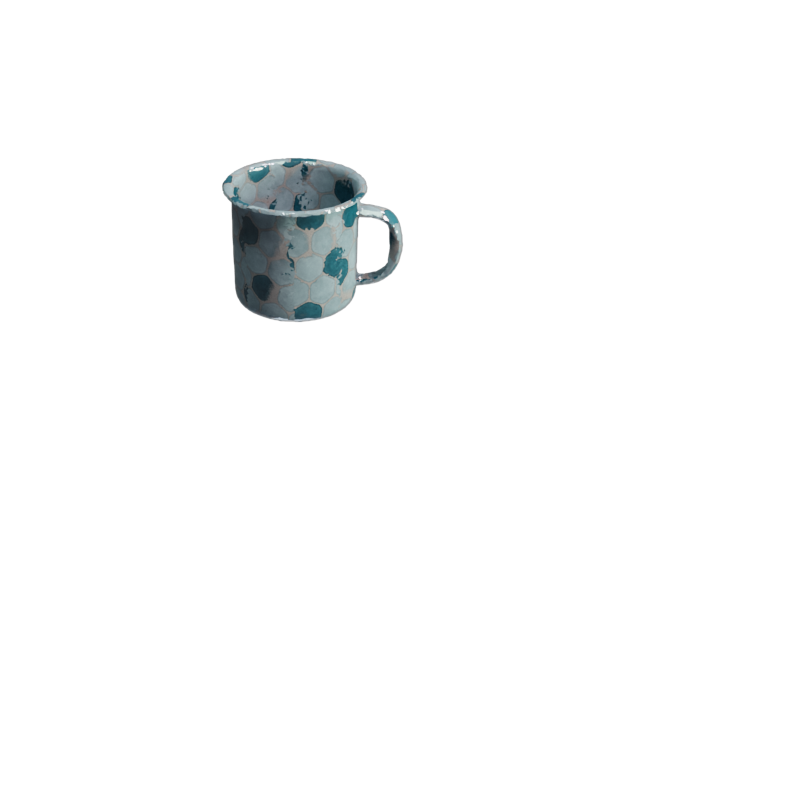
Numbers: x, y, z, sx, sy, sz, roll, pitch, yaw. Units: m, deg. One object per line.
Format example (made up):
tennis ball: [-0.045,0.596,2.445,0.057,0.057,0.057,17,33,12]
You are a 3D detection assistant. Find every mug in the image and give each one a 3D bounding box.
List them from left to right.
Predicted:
mug: [-0.057,-0.104,0.726,0.118,0.077,0.098,3,30,4]
